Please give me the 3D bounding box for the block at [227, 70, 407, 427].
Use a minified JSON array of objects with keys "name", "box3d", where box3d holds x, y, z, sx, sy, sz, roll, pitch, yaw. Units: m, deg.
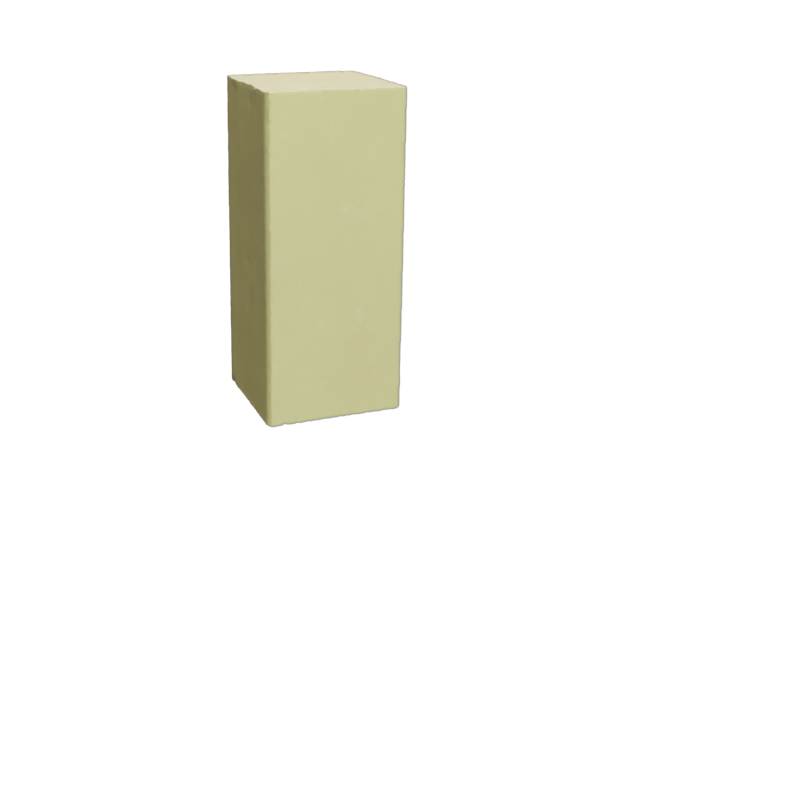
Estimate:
[{"name":"block","box3d":[-0.055,-0.101,0.707,0.089,0.198,0.096,-6,19,-22]}]
